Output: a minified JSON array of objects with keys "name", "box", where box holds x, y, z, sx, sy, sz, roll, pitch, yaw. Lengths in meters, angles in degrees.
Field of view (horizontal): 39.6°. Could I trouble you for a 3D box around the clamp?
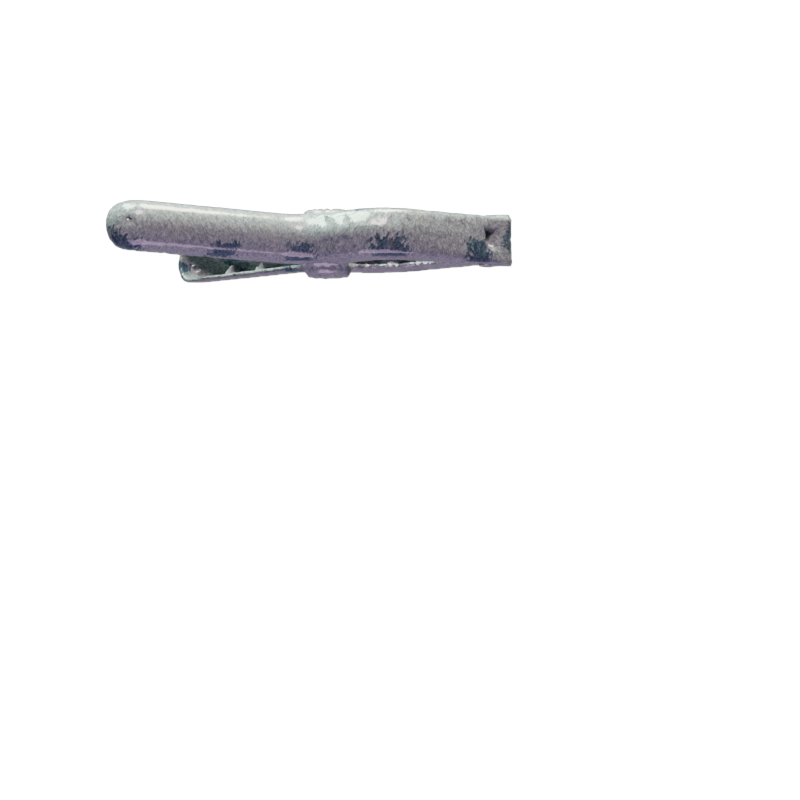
[{"name":"clamp","box":[-0.047,-0.086,0.603,0.213,0.037,0.160,0,0,12]}]
